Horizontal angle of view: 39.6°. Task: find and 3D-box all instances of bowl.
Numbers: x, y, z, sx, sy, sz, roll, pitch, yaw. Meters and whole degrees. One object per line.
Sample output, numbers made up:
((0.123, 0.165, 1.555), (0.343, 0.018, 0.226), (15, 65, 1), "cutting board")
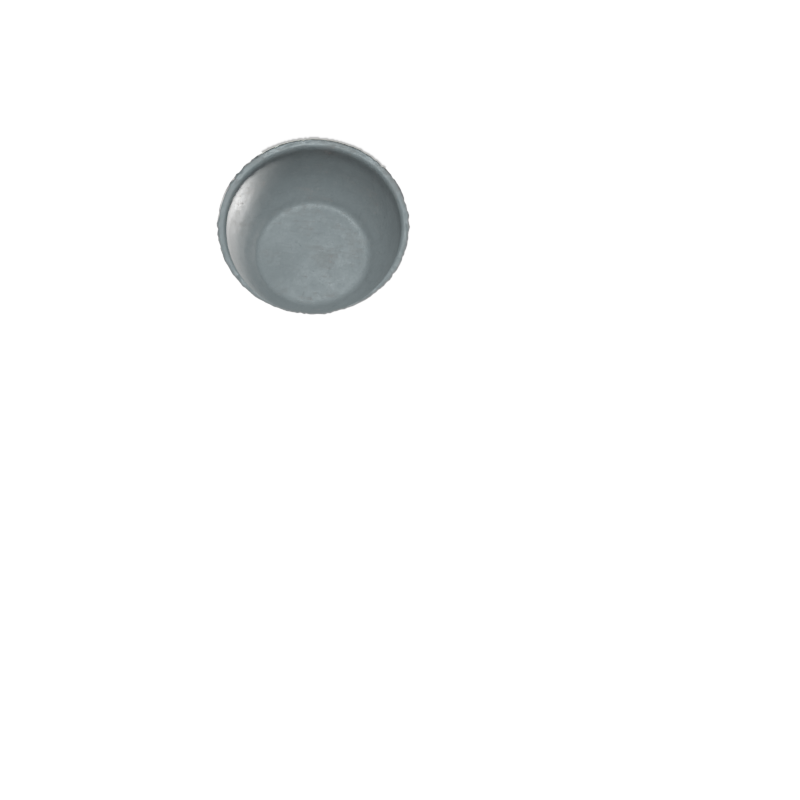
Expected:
((-0.071, -0.130, 0.910), (0.162, 0.153, 0.058), (1, 27, -1), "bowl")
